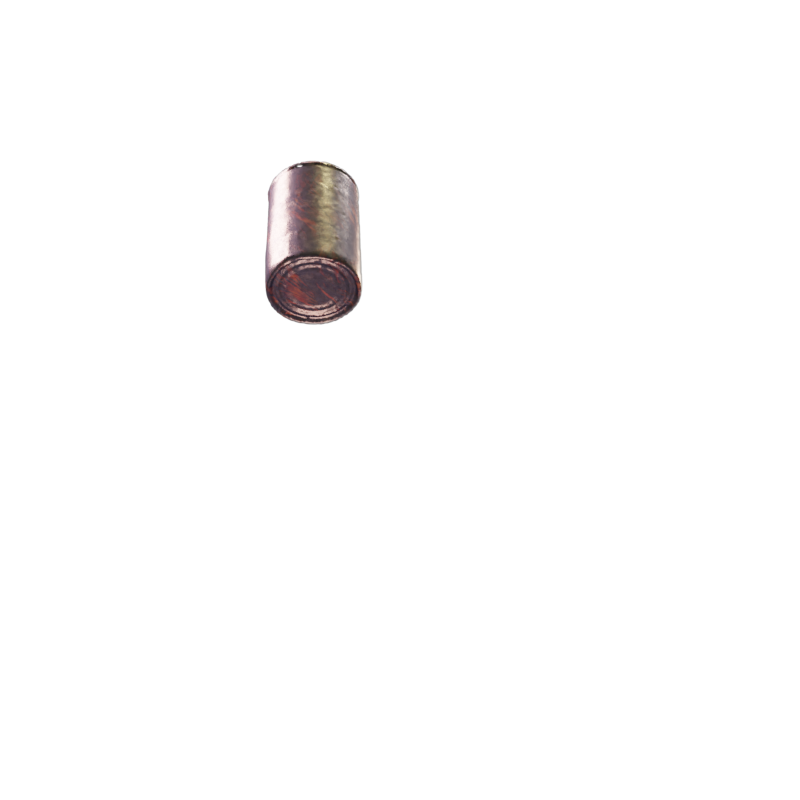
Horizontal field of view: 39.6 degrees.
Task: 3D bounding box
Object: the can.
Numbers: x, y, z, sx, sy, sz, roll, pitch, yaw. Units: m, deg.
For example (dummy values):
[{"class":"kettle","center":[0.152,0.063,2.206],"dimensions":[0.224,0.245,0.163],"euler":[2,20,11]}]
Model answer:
[{"class":"can","center":[-0.062,-0.112,0.787],"dimensions":[0.068,0.110,0.064],"euler":[-1,-44,-3]}]
